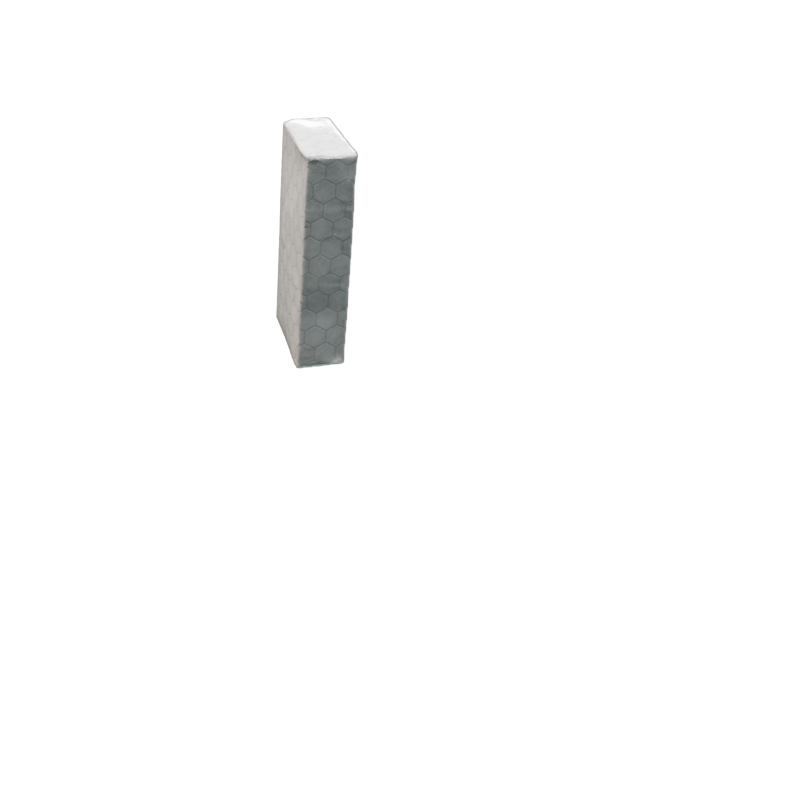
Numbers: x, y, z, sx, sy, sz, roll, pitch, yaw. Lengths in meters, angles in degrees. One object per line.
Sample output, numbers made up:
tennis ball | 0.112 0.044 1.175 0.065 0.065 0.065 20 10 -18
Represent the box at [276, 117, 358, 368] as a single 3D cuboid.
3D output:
box | -0.068 -0.124 0.867 0.047 0.167 0.100 -5 27 -15
